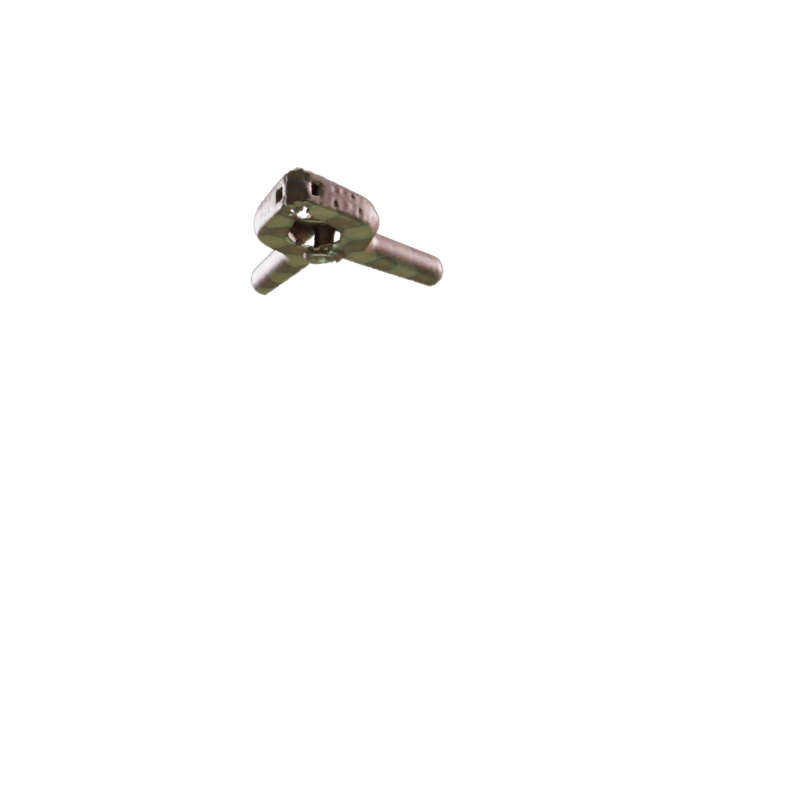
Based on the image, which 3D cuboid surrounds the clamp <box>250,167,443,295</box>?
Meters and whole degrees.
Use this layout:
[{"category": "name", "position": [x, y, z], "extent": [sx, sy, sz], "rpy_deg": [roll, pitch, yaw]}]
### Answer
[{"category": "clamp", "position": [-0.068, -0.124, 0.870], "extent": [0.167, 0.038, 0.198], "rpy_deg": [-4, -15, 16]}]
